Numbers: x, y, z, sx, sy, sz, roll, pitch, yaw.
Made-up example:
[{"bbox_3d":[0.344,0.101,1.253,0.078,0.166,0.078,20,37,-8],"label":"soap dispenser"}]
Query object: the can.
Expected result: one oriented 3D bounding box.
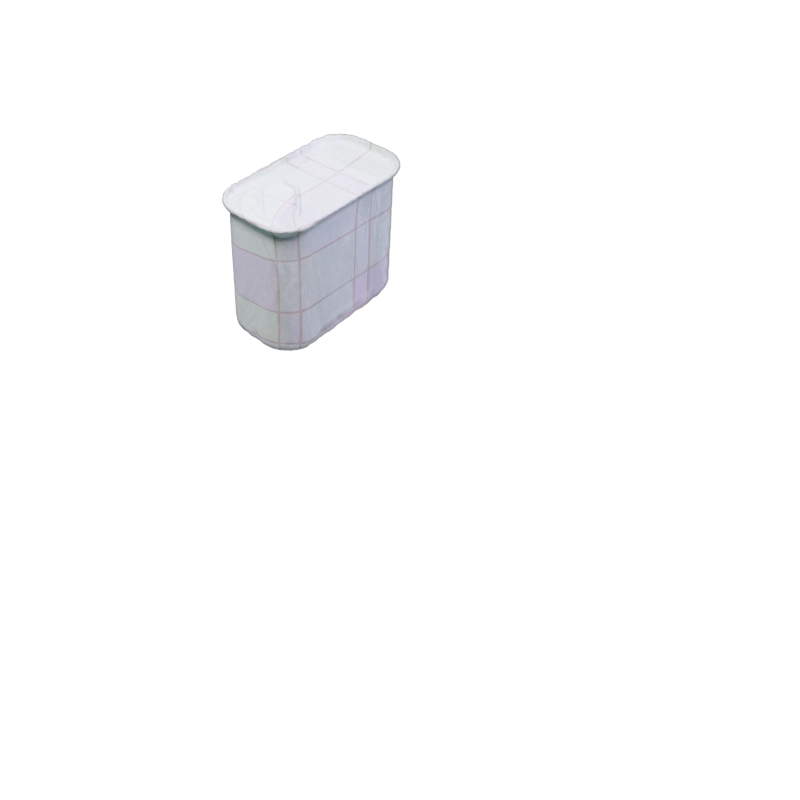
[{"bbox_3d":[-0.048,-0.088,0.618,0.061,0.078,0.103,28,46,29],"label":"can"}]
